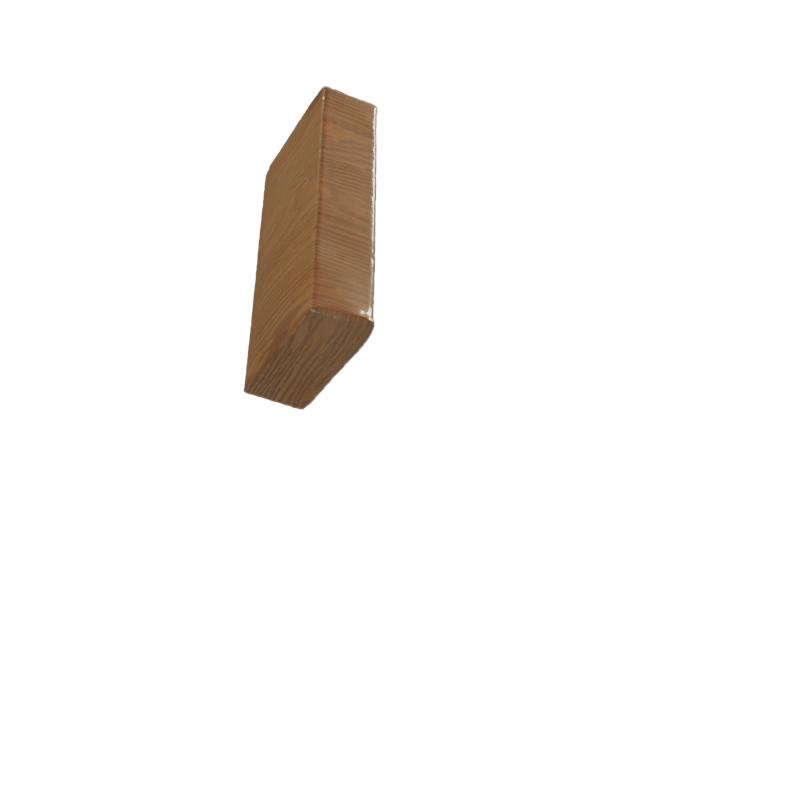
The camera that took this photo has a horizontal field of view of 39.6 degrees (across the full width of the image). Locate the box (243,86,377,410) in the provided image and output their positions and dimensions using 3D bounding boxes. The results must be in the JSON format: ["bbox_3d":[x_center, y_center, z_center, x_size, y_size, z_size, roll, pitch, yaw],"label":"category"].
[{"bbox_3d":[-0.052,-0.095,0.664,0.046,0.189,0.091,17,-41,-24],"label":"box"}]
